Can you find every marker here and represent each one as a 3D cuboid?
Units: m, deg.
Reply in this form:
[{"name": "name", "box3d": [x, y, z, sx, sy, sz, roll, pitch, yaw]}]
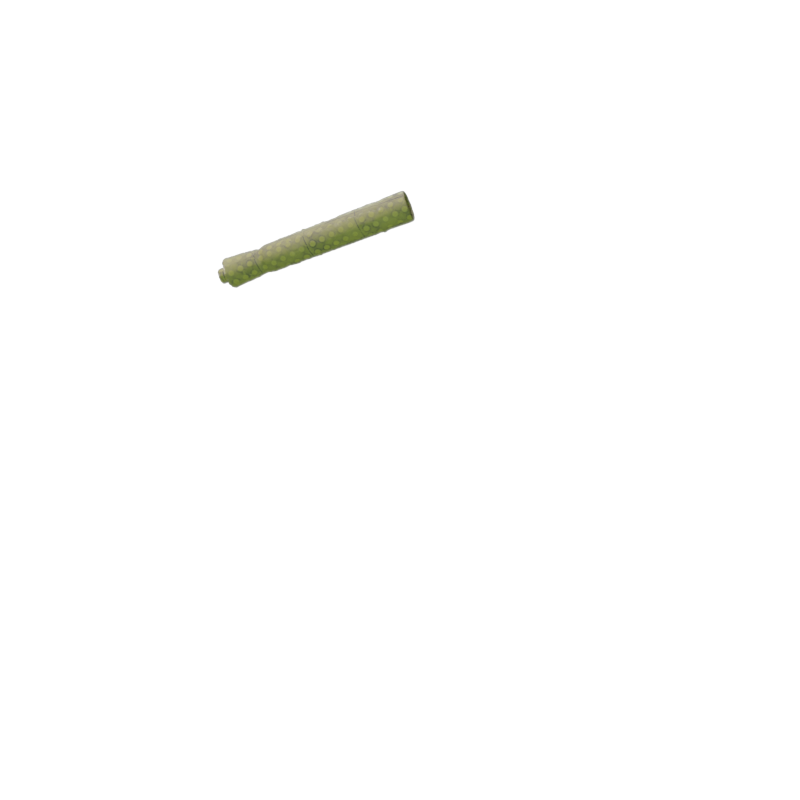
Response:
[{"name": "marker", "box3d": [-0.051, -0.093, 0.651, 0.121, 0.020, 0.020, -19, 0, 12]}]
